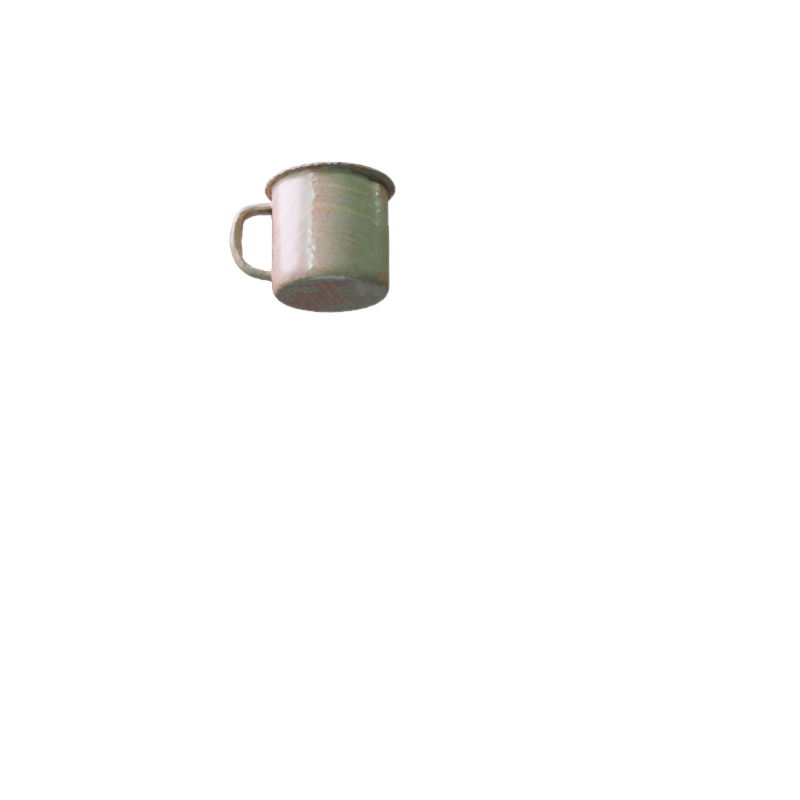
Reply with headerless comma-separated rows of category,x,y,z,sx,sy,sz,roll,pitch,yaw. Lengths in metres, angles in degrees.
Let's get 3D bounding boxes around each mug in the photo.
mug,-0.061,-0.111,0.775,0.117,0.085,0.090,0,-17,-3
